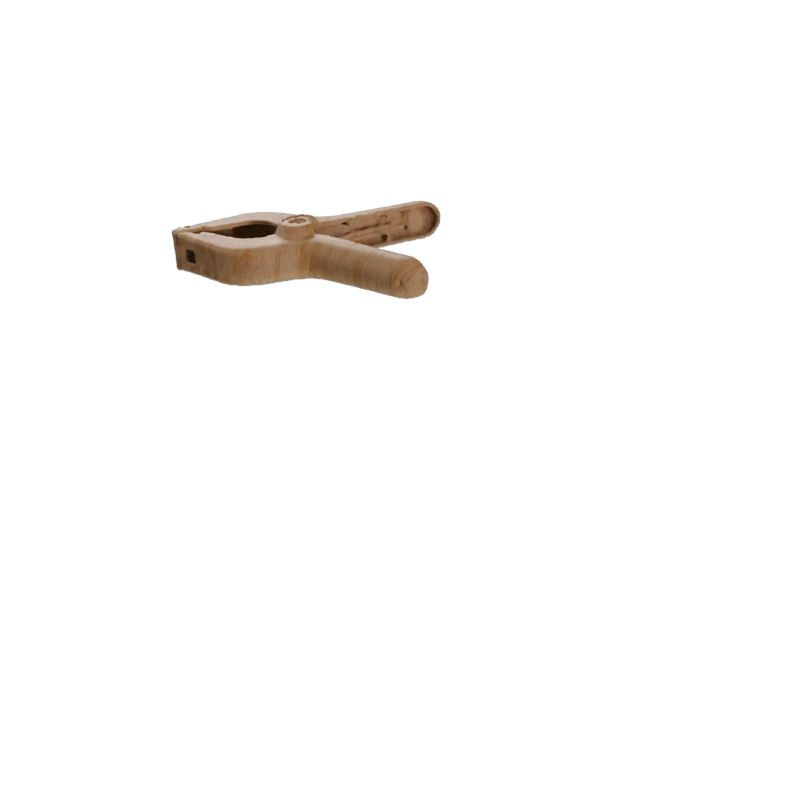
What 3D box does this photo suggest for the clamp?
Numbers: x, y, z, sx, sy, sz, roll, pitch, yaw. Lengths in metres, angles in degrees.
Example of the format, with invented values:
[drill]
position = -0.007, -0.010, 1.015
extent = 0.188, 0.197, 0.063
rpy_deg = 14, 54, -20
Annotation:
[clamp]
position = -0.055, -0.100, 0.700
extent = 0.176, 0.038, 0.122
rpy_deg = 7, 23, 16
